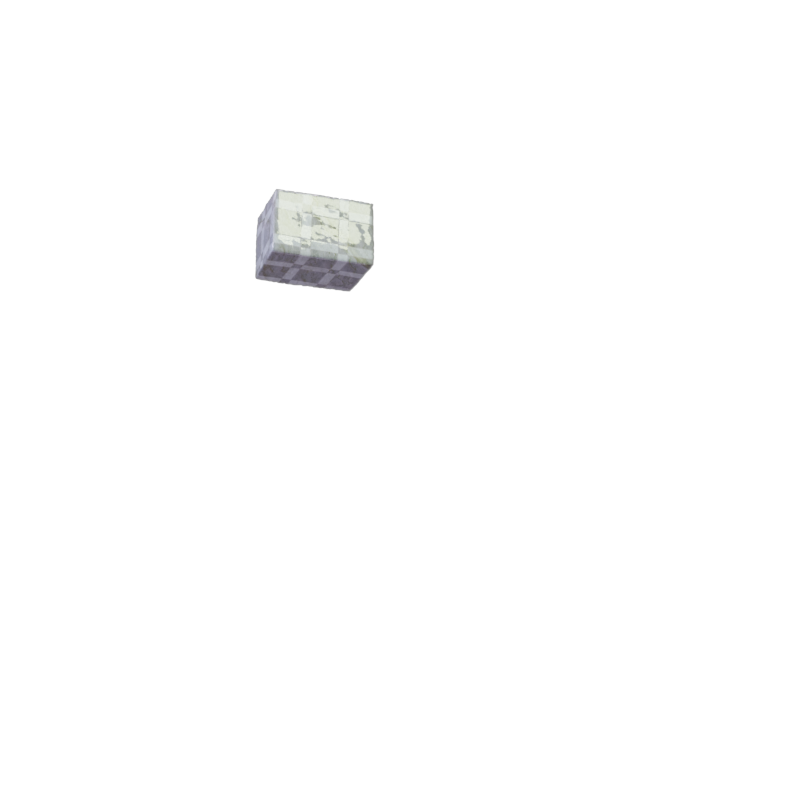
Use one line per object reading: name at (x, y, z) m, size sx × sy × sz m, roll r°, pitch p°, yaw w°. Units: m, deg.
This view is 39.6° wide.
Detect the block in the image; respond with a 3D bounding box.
block at (-0.064, -0.117, 0.819) m, size 0.076 × 0.054 × 0.051 m, roll 7°, pitch -23°, yaw -18°
